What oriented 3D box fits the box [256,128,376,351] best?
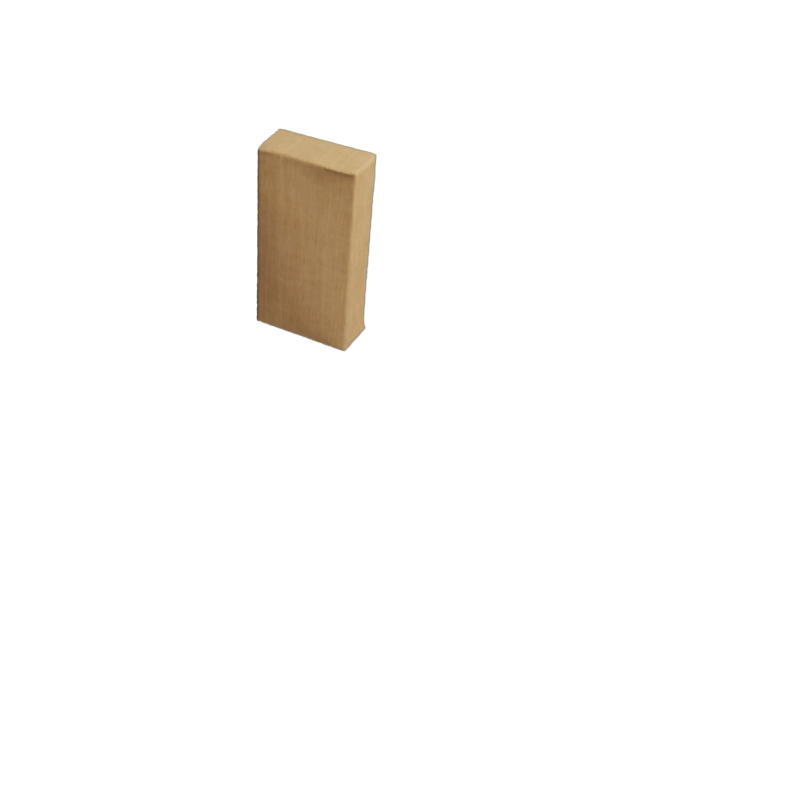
[{"bbox_3d":[-0.073,-0.133,0.935,0.097,0.165,0.049,19,40,20],"label":"box"}]
